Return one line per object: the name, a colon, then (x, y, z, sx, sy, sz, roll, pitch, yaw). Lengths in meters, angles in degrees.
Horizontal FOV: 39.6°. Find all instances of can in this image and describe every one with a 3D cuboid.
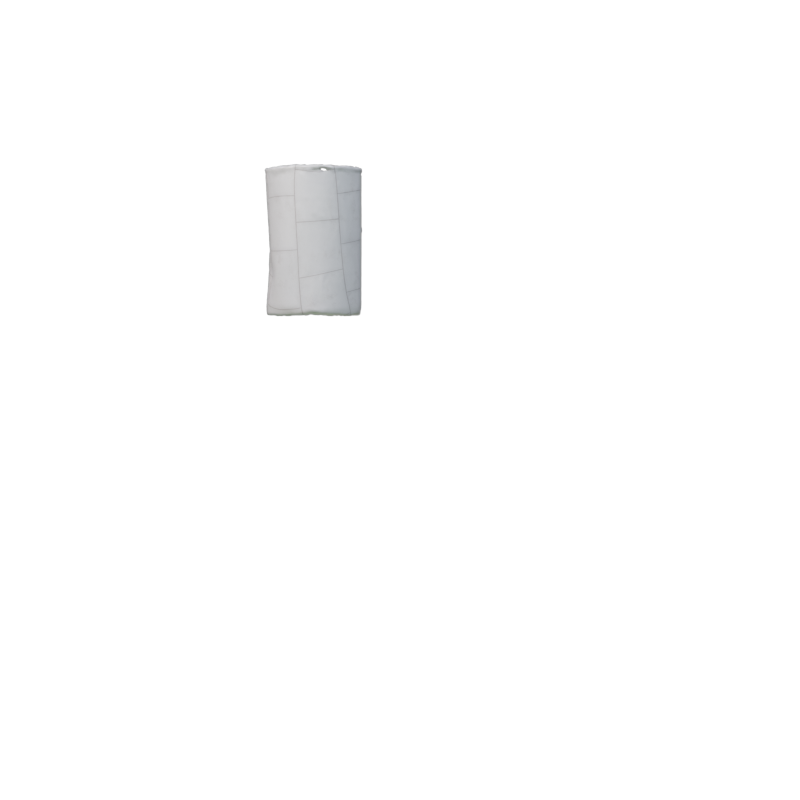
can: (-0.060, -0.110, 0.771, 0.068, 0.103, 0.069, 0, 0, -2)
